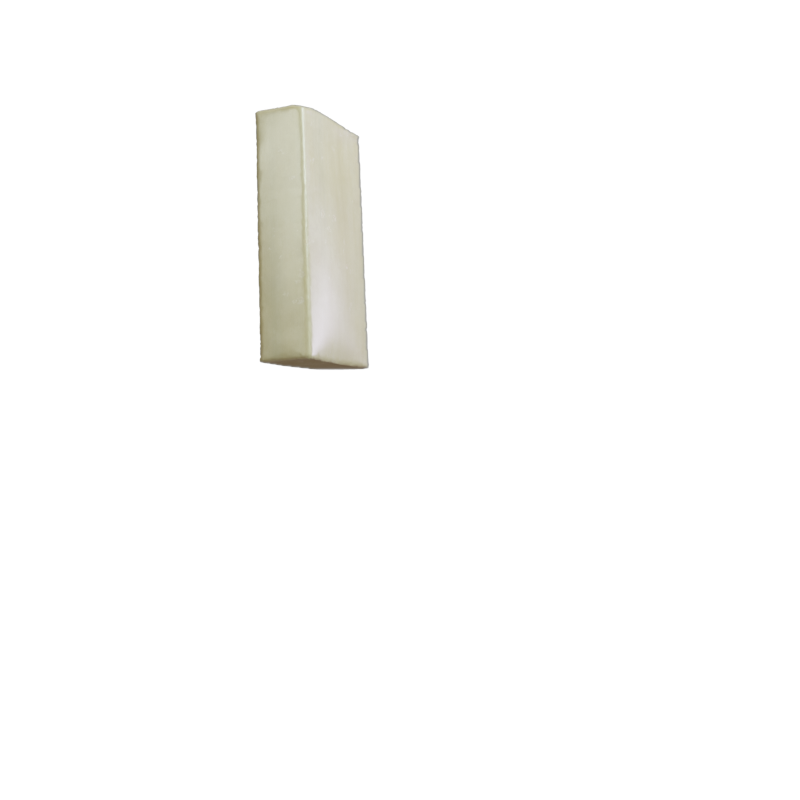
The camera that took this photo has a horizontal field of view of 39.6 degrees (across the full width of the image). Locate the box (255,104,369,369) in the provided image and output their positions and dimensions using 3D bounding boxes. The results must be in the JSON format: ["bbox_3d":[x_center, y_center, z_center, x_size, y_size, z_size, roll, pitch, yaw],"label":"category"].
[{"bbox_3d":[-0.061,-0.112,0.782,0.049,0.181,0.089,-5,-10,25],"label":"box"}]
